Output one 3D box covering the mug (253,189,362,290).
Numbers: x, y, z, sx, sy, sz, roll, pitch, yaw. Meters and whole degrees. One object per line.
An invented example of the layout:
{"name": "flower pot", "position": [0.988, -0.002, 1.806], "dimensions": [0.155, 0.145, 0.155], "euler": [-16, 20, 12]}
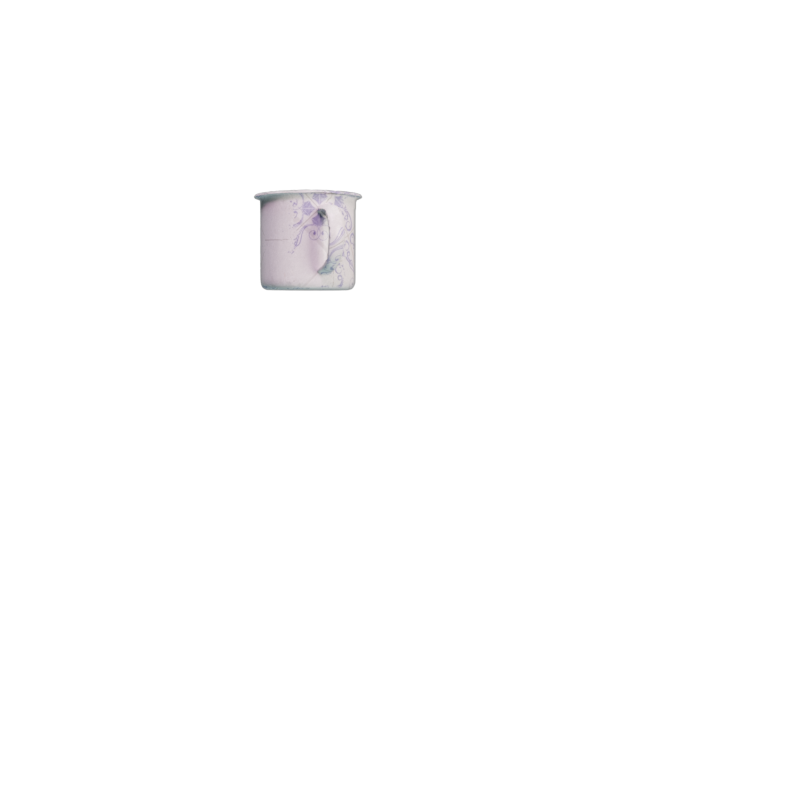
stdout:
{"name": "mug", "position": [-0.073, -0.134, 0.937], "dimensions": [0.090, 0.082, 0.120], "euler": [0, 2, -26]}
